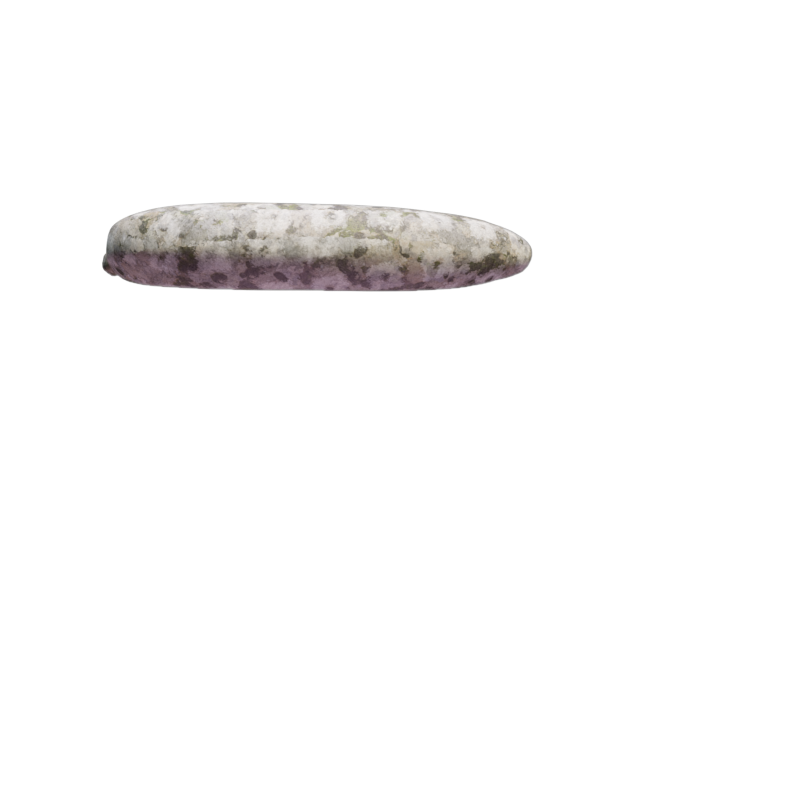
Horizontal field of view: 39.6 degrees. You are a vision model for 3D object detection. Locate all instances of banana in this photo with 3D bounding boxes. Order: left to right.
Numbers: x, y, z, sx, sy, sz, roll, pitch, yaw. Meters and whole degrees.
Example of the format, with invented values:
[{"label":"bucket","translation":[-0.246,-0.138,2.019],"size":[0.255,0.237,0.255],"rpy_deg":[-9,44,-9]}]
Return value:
[{"label":"banana","translation":[-0.044,-0.066,0.473],"size":[0.200,0.036,0.070],"rpy_deg":[2,11,10]}]
